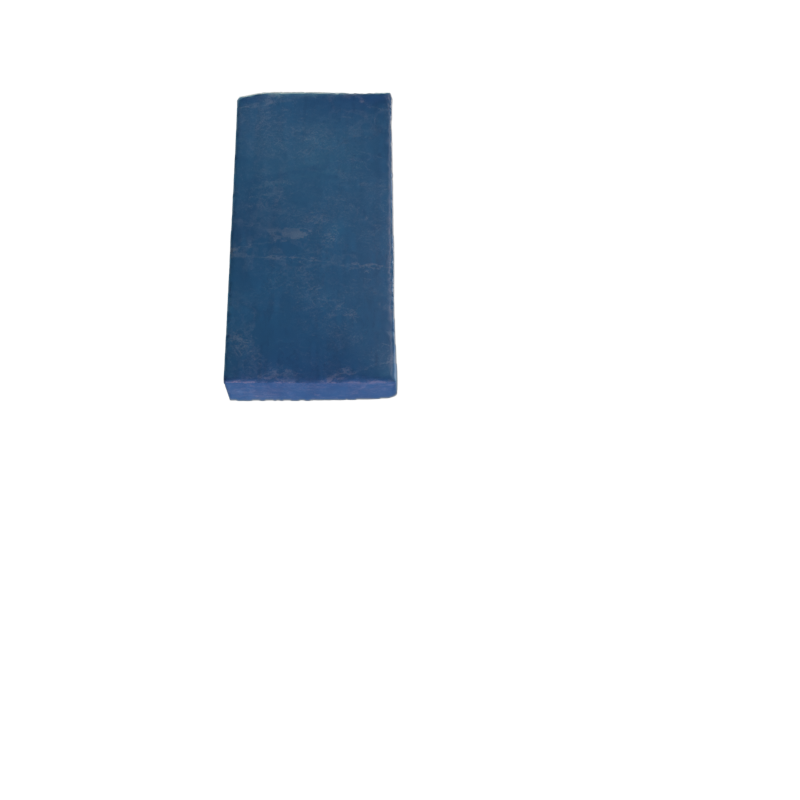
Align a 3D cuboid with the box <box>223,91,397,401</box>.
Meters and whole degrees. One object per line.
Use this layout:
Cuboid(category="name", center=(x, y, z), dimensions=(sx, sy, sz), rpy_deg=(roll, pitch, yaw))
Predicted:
Cuboid(category="box", center=(-0.049, -0.089, 0.625), dimensions=(0.093, 0.185, 0.046), rpy_deg=(-1, -20, 0))
